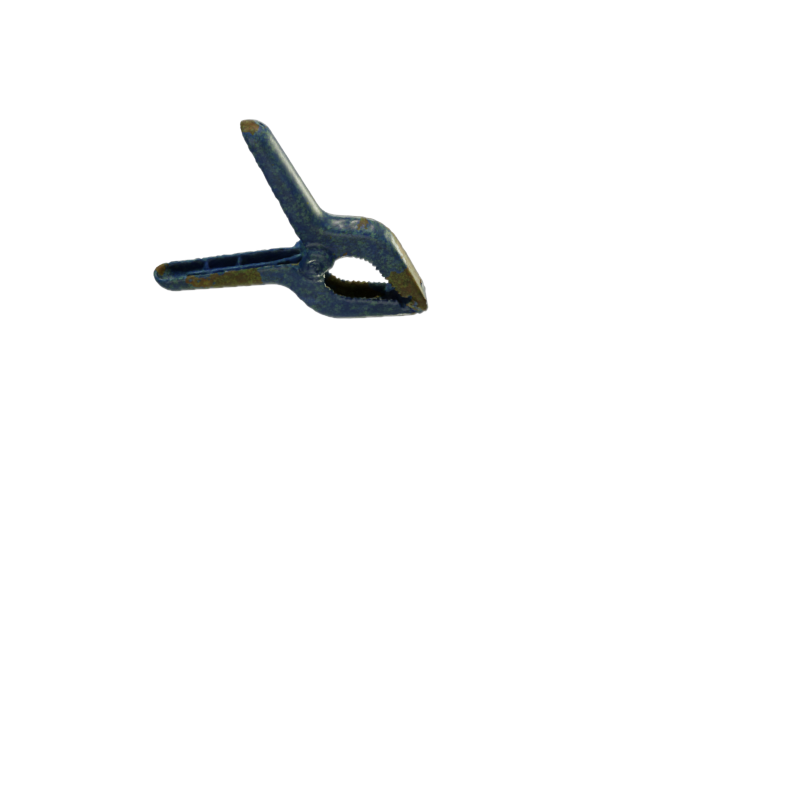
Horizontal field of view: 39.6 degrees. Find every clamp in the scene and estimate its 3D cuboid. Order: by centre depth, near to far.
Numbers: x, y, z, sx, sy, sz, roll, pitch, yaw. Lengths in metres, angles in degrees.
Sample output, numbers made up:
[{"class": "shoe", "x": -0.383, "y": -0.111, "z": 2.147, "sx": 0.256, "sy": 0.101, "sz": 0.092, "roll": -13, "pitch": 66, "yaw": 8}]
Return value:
[{"class": "clamp", "x": -0.067, "y": -0.121, "z": 0.850, "sx": 0.204, "sy": 0.158, "sz": 0.039, "roll": 18, "pitch": 38, "yaw": -15}]
